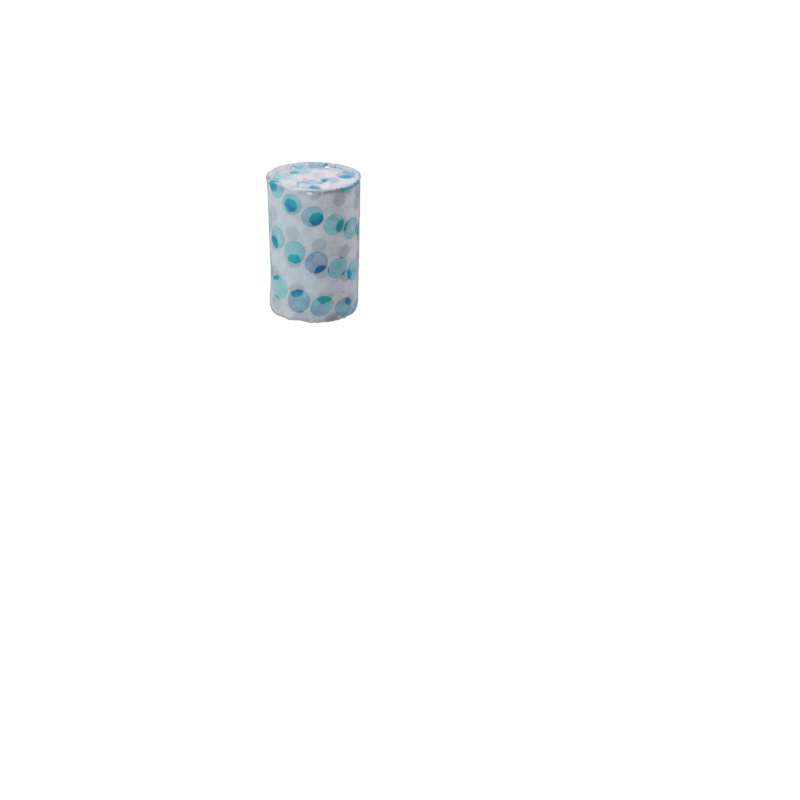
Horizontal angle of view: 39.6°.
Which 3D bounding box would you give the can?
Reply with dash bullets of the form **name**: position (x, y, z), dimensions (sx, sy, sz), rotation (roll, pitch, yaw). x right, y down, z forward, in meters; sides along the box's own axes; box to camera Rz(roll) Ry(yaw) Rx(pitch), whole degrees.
- **can**: position (-0.063, -0.115, 0.808), dimensions (0.068, 0.097, 0.072), rotation (0, 23, -2)
